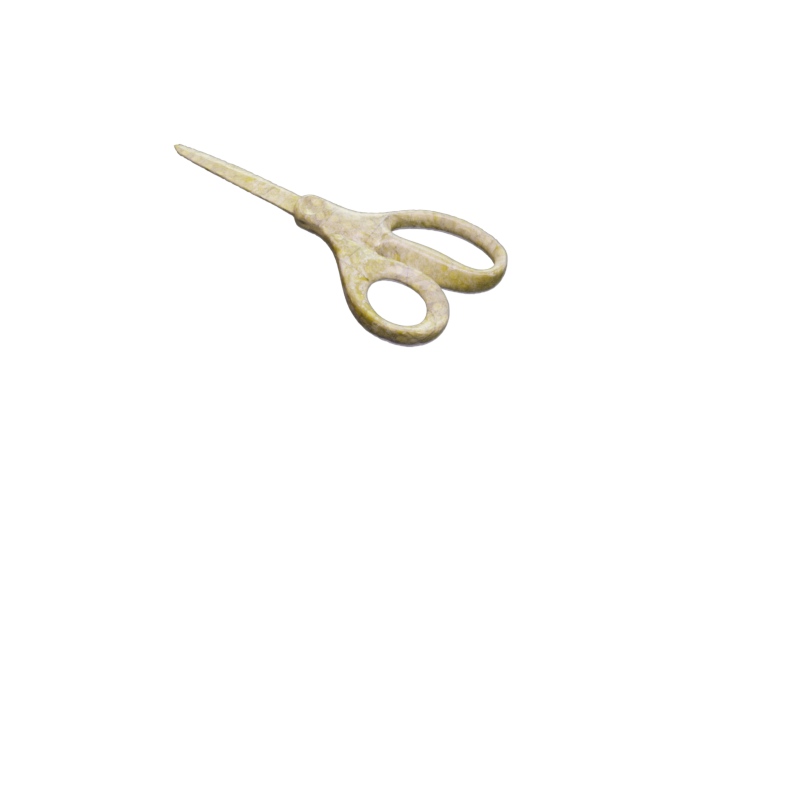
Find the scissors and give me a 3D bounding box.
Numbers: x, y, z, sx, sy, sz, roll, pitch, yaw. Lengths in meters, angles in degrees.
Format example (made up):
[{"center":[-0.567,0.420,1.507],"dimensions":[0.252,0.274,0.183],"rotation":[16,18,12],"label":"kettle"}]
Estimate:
[{"center":[-0.046,-0.084,0.588],"dimensions":[0.207,0.101,0.015],"rotation":[15,-39,12],"label":"scissors"}]
